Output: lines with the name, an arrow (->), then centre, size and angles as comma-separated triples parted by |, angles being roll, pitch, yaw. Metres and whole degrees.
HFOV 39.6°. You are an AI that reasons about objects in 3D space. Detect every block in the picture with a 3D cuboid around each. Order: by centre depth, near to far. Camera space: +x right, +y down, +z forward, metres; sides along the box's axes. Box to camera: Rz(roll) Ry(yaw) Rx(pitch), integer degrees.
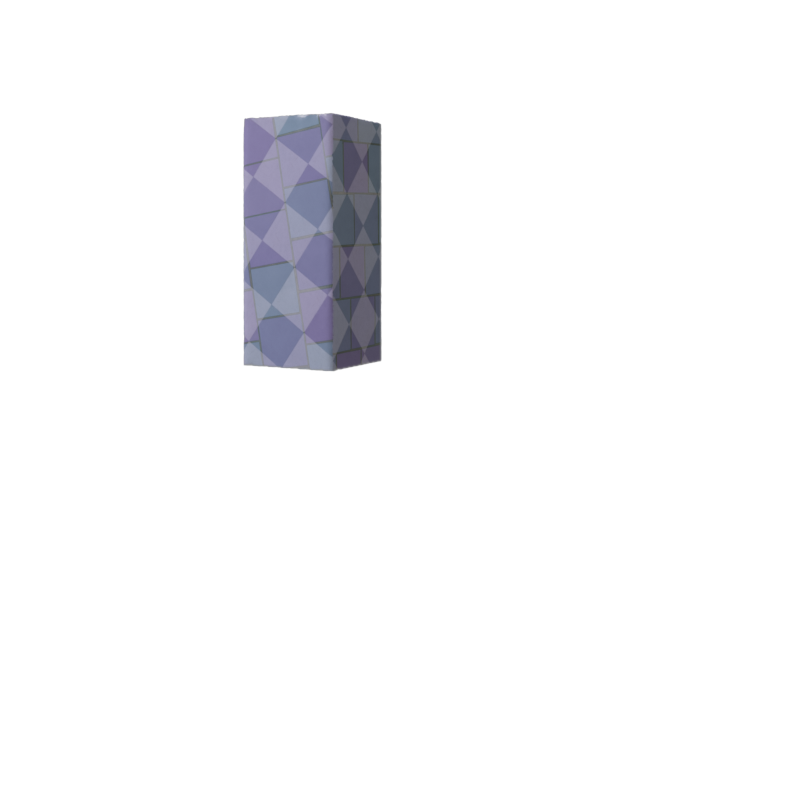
block -> -0.074, -0.134, 0.941 | 0.093, 0.206, 0.088 | 1, 2, 27
